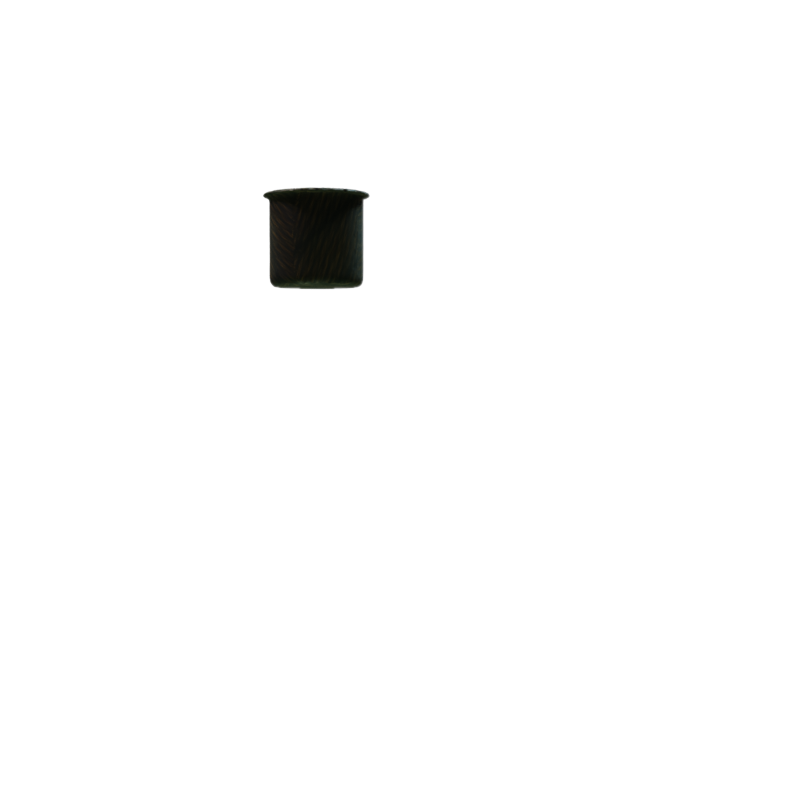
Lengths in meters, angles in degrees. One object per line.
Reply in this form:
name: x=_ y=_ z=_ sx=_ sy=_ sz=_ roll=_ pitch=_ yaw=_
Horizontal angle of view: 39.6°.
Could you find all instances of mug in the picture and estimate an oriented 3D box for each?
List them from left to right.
mug: x=-0.076 y=-0.139 z=0.976 sx=0.091 sy=0.082 sz=0.119 roll=0 pitch=1 yaw=-16
